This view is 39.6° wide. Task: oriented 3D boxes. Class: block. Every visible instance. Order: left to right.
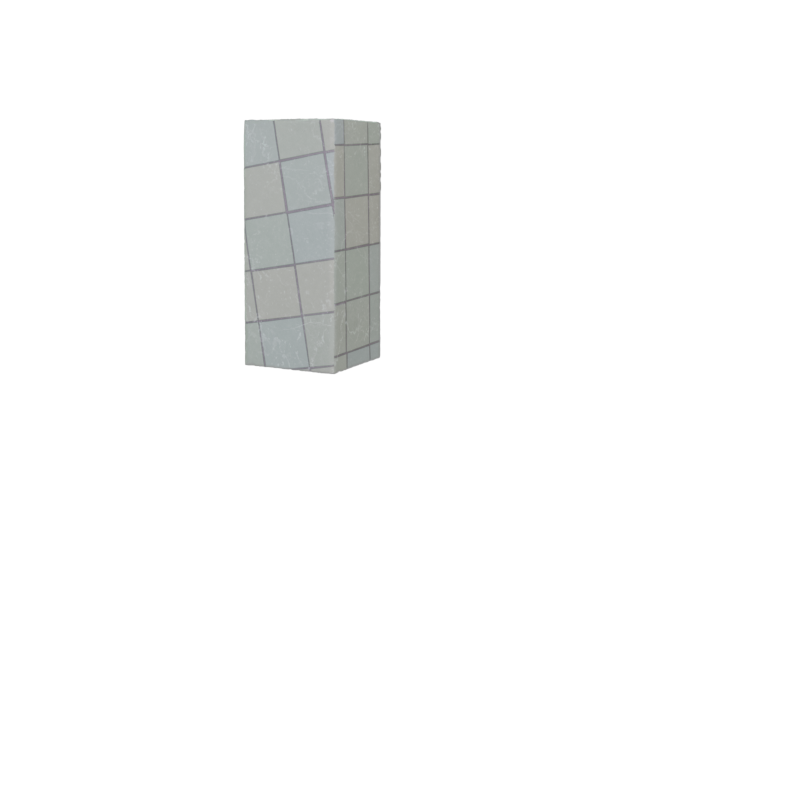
[{"bbox_3d":[-0.075,-0.135,0.948,0.093,0.204,0.089,3,6,26],"label":"block"}]
